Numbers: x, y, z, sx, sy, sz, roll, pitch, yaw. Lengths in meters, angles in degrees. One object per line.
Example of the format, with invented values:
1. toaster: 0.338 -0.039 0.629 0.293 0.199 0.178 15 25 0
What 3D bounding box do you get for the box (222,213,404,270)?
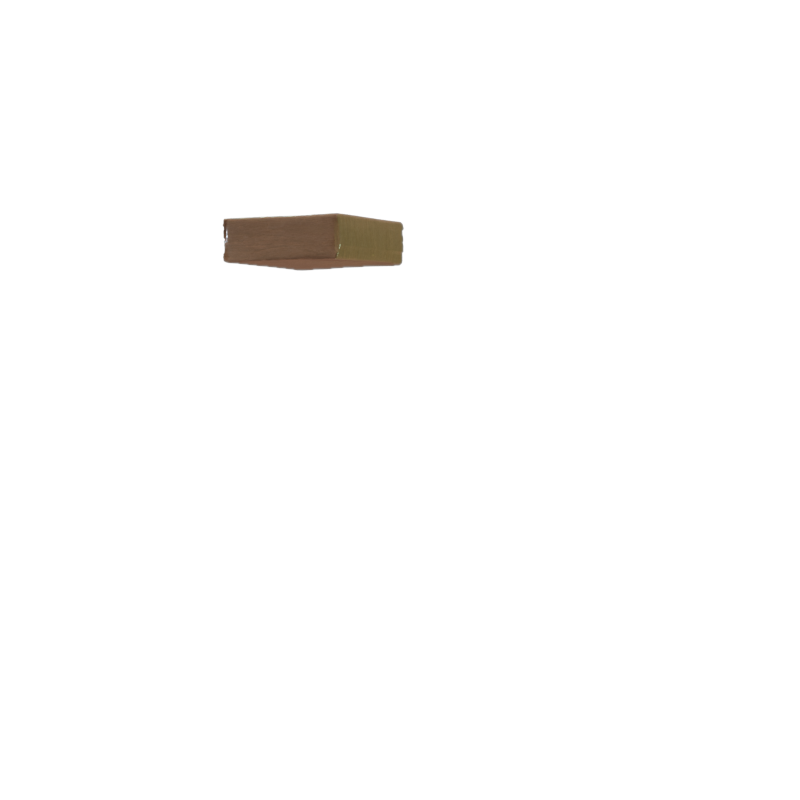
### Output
1. box: -0.067 -0.123 0.861 0.117 0.039 0.086 1 1 35
